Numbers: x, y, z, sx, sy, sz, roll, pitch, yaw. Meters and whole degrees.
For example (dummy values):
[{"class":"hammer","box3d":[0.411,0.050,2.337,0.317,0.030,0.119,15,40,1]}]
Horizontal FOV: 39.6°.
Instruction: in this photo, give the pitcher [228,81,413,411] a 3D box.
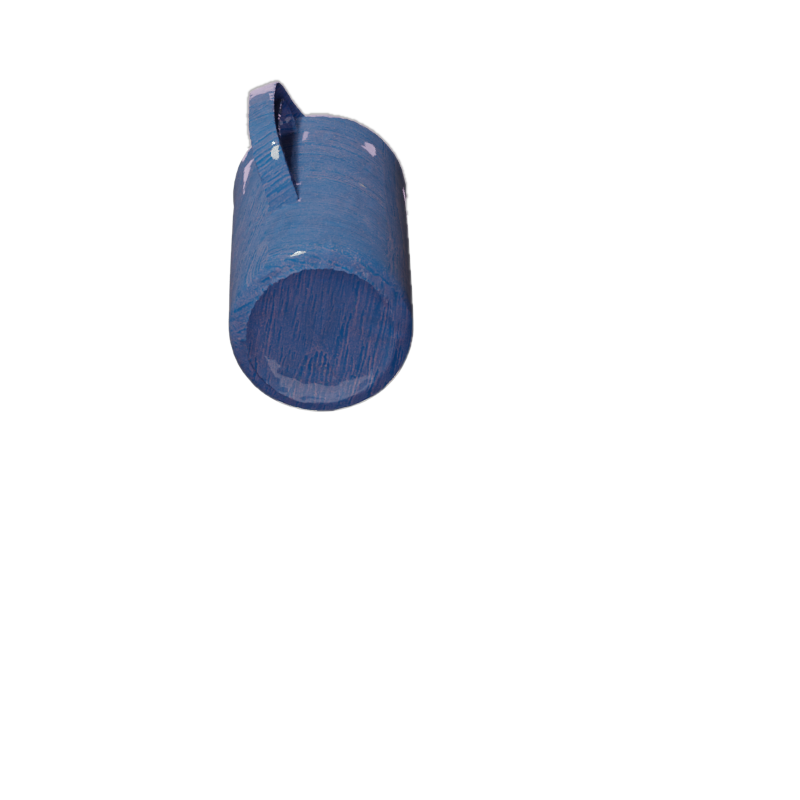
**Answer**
[{"class":"pitcher","box3d":[-0.058,-0.106,0.741,0.146,0.140,0.257,21,24,-13]}]
